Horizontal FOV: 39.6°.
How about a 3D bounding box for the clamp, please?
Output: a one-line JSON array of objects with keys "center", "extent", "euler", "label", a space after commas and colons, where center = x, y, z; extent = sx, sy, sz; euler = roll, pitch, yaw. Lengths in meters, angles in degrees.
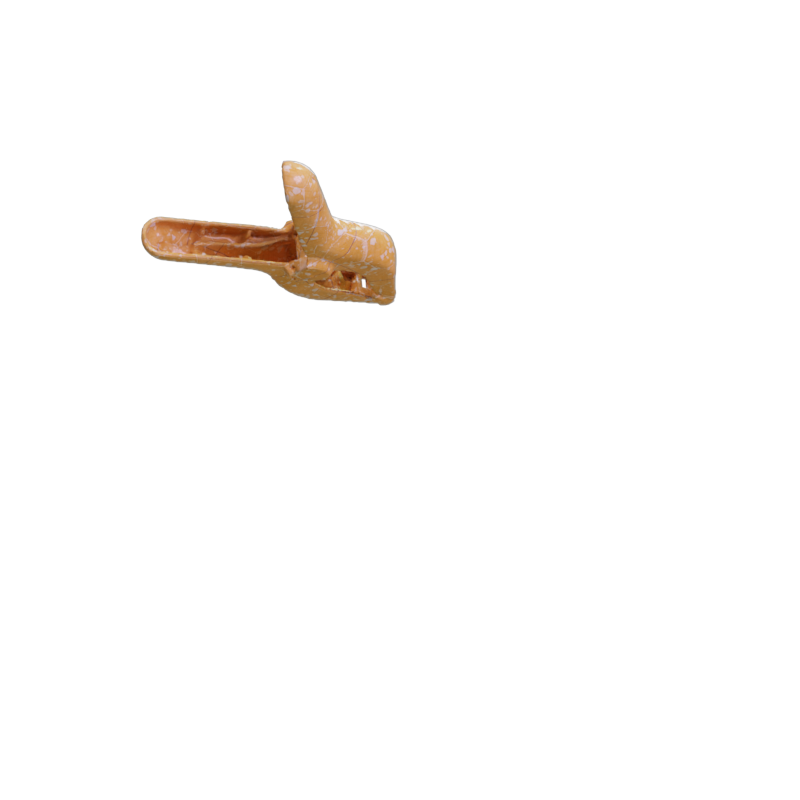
[{"center": [-0.051, -0.093, 0.650], "extent": [0.162, 0.041, 0.122], "euler": [10, -15, -43], "label": "clamp"}]
